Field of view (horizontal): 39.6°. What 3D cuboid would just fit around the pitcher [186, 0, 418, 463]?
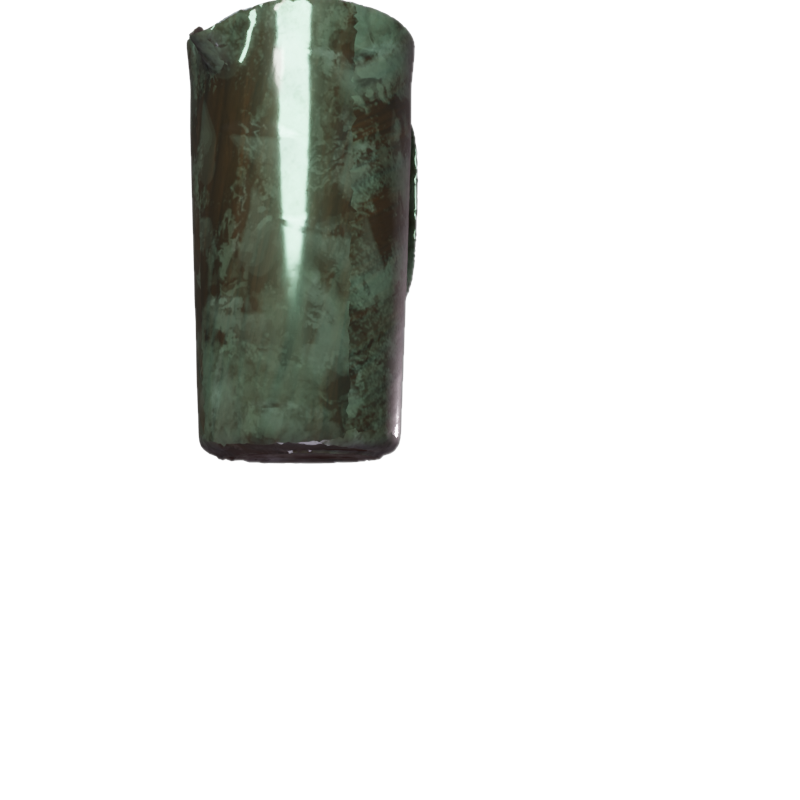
[{"bbox_3d":[-0.049,-0.090,0.628,0.147,0.251,0.142,1,-13,-9],"label":"pitcher"}]
